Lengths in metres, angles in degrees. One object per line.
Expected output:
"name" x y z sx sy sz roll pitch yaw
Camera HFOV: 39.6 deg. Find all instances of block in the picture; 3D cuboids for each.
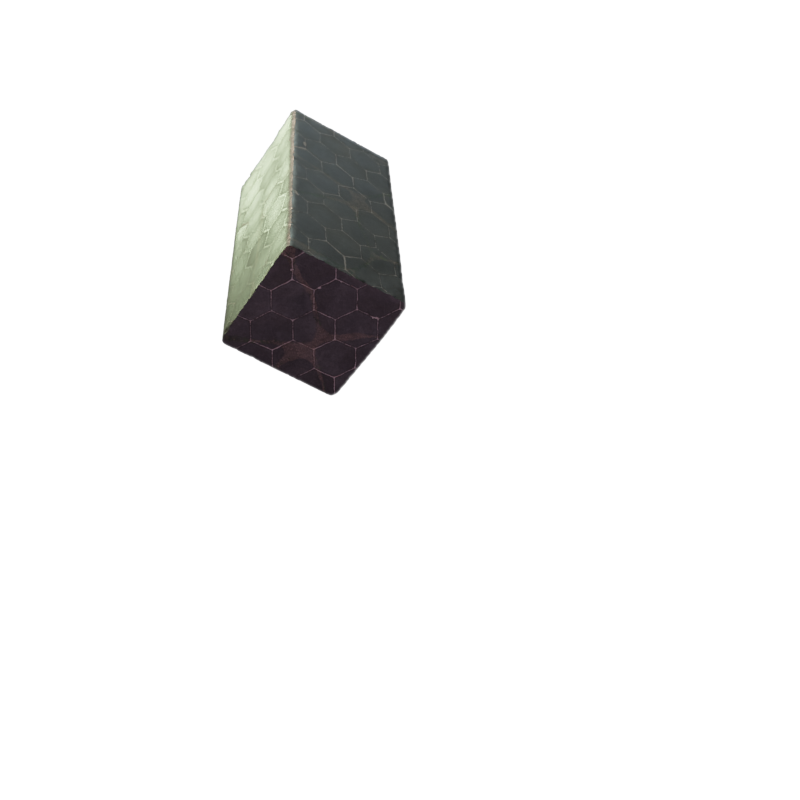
"block" -0.063 -0.113 0.798 0.087 0.088 0.220 26 30 -21
